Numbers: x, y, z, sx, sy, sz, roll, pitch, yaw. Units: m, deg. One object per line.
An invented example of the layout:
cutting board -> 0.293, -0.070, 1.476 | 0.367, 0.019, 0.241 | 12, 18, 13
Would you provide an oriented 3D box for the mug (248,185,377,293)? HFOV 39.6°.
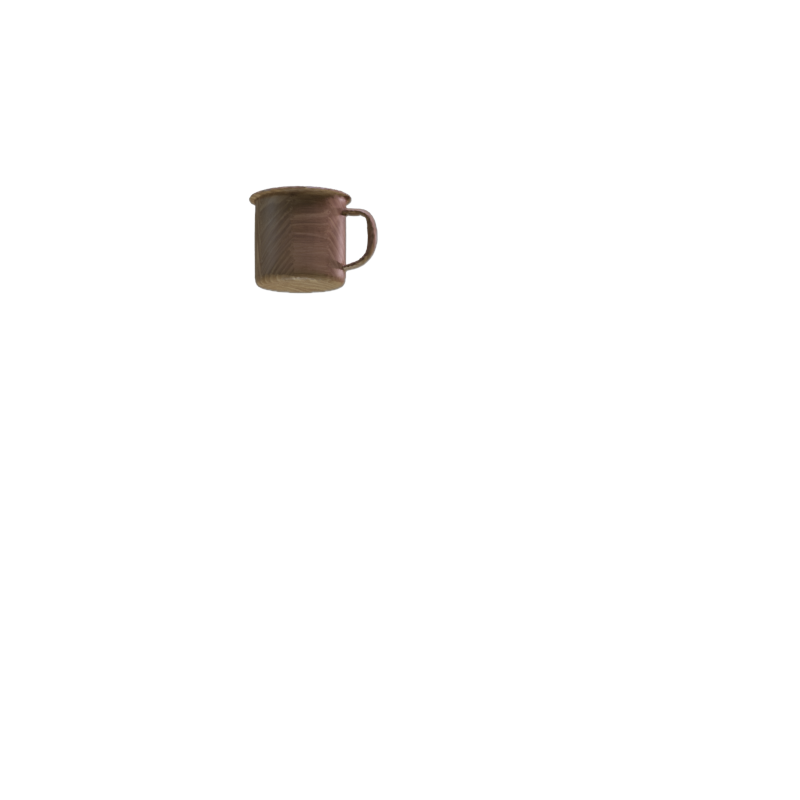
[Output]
mug -> -0.077, -0.141, 0.989 | 0.119, 0.083, 0.090 | -1, -7, 11
